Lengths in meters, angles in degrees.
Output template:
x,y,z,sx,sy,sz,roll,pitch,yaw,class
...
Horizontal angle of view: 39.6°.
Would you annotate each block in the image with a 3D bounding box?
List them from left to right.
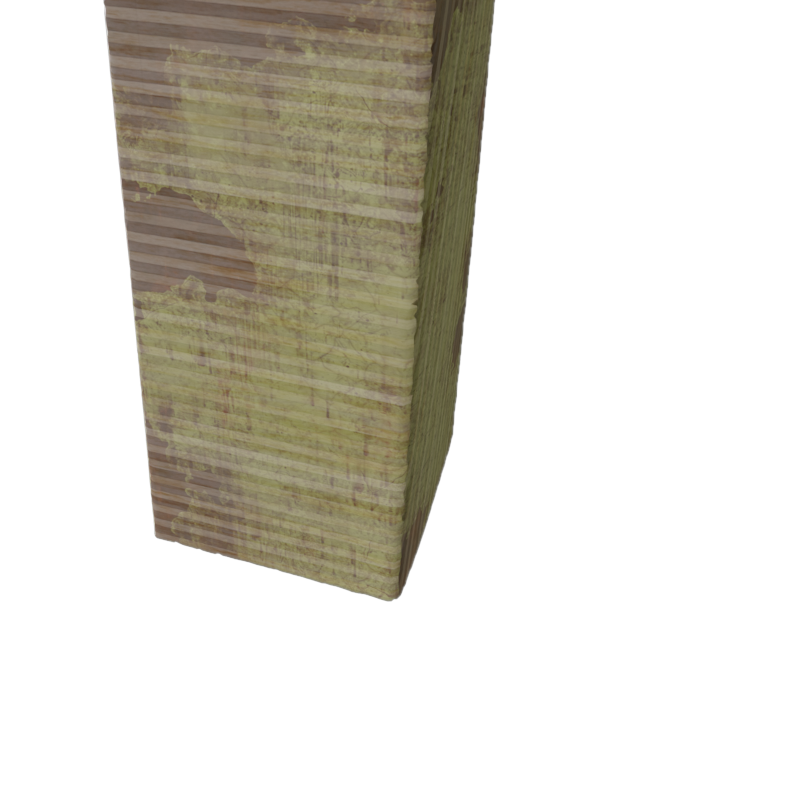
x,y,z,sx,sy,sz,roll,pitch,yaw,class
-0.027,-0.050,0.351,0.093,0.193,0.094,11,36,12,block
